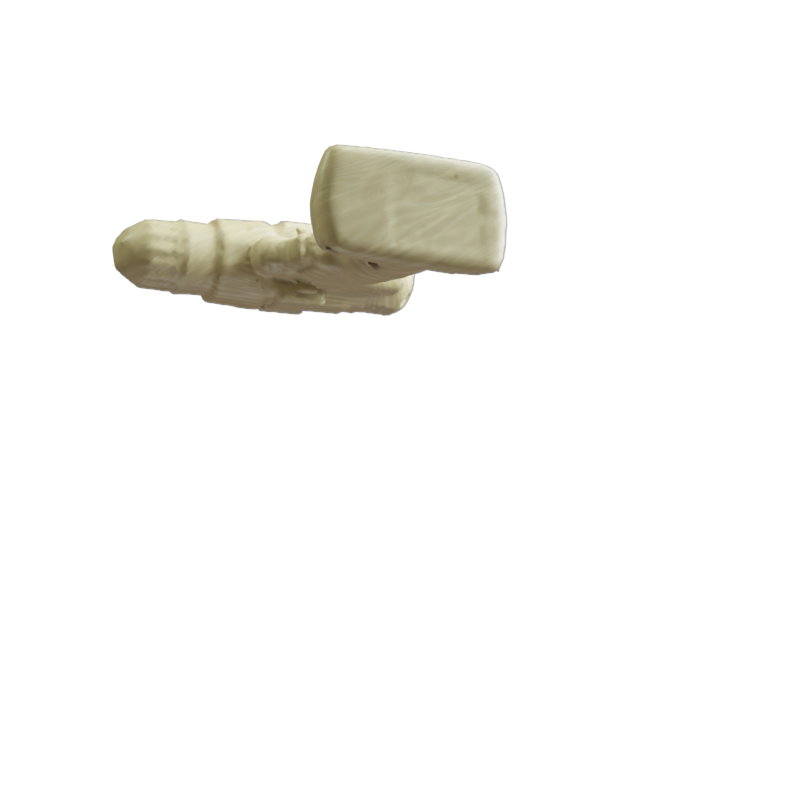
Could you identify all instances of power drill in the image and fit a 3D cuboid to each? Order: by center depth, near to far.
[{"bbox_3d":[-0.047,-0.085,0.596,0.178,0.058,0.190,2,-4,-26],"label":"power drill"}]
